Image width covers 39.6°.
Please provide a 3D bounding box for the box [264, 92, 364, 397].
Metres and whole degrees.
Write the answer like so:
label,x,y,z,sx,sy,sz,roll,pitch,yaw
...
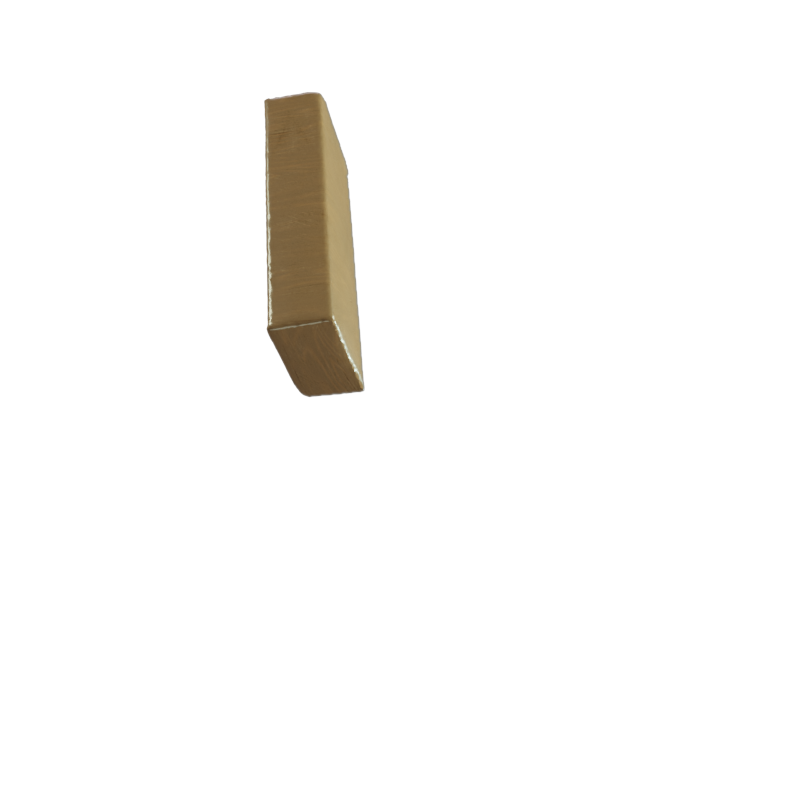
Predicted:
label,x,y,z,sx,sy,sz,roll,pitch,yaw
box,-0.055,-0.100,0.703,0.048,0.188,0.087,-7,-32,8
